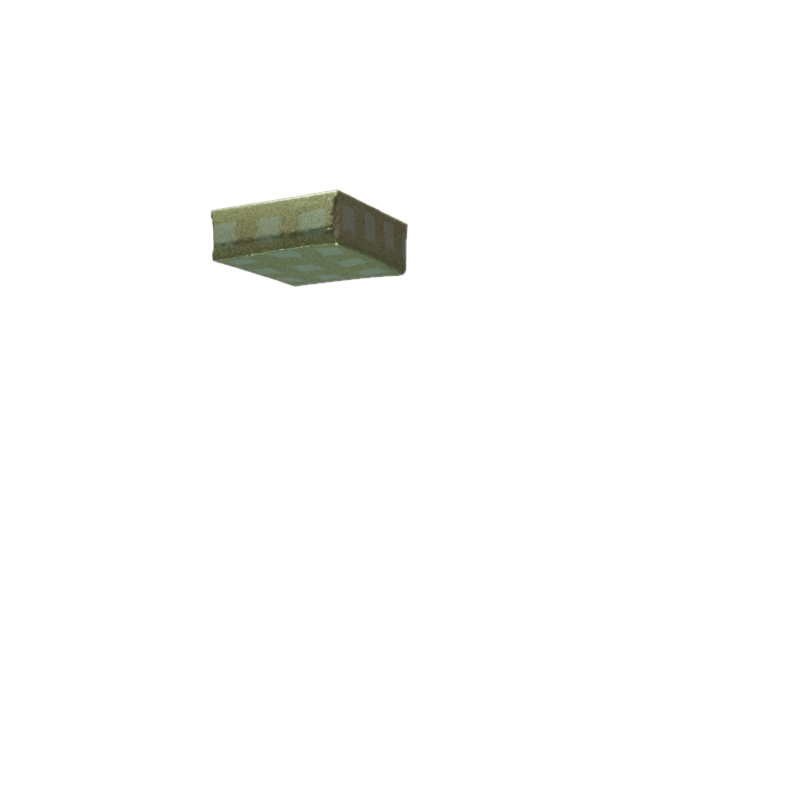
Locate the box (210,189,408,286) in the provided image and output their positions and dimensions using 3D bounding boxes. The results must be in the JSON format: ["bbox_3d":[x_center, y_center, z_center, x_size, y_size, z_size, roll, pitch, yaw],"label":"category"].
[{"bbox_3d":[-0.056,-0.103,0.718,0.092,0.040,0.108,-3,-8,25],"label":"box"}]
